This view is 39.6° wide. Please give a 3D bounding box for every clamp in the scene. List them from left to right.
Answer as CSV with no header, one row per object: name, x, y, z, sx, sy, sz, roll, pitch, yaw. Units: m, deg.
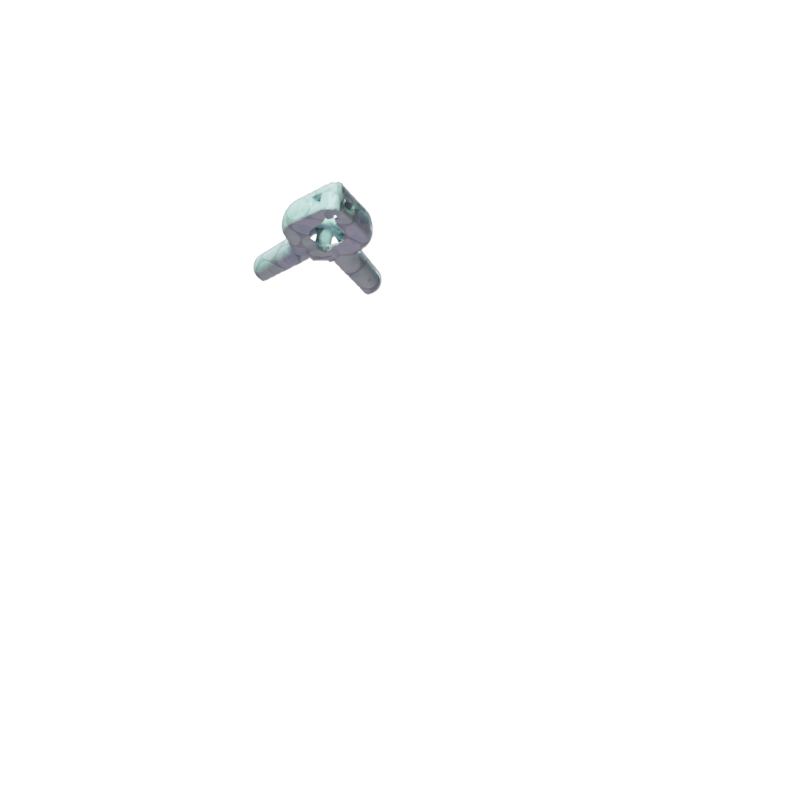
clamp,-0.078,-0.142,0.992,0.120,0.042,0.161,-1,-24,1
